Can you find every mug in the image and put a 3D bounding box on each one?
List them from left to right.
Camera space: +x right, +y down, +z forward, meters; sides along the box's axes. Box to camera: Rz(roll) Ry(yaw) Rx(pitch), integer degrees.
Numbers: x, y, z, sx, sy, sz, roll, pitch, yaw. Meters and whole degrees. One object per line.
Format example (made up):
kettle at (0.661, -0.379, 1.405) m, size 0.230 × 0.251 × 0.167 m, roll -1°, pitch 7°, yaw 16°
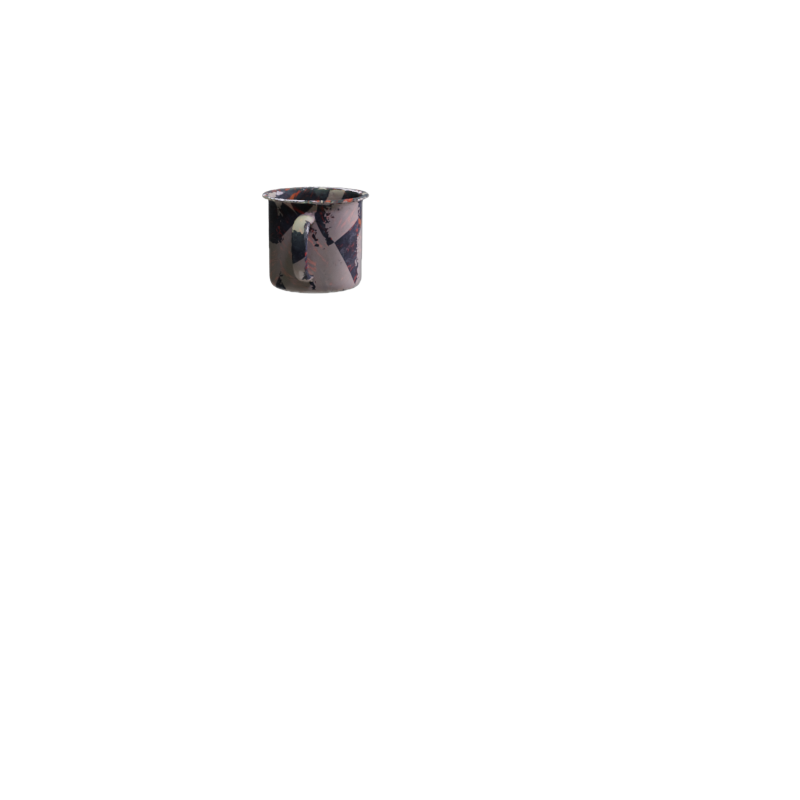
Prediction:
mug at (-0.075, -0.137, 0.959) m, size 0.094 × 0.079 × 0.120 m, roll 2°, pitch 16°, yaw 6°
